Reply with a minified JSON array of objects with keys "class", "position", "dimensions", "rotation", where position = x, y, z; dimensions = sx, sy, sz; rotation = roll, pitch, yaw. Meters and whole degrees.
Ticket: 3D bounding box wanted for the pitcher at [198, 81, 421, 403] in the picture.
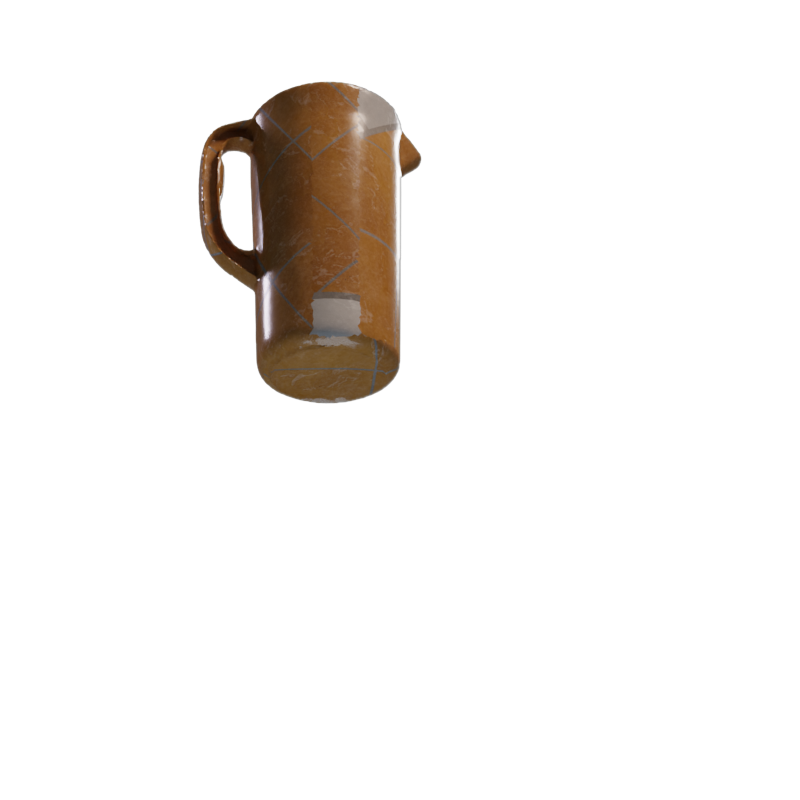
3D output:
[{"class":"pitcher","position":[-0.070,-0.127,0.891],"dimensions":[0.151,0.260,0.134],"rotation":[-19,-36,25]}]
